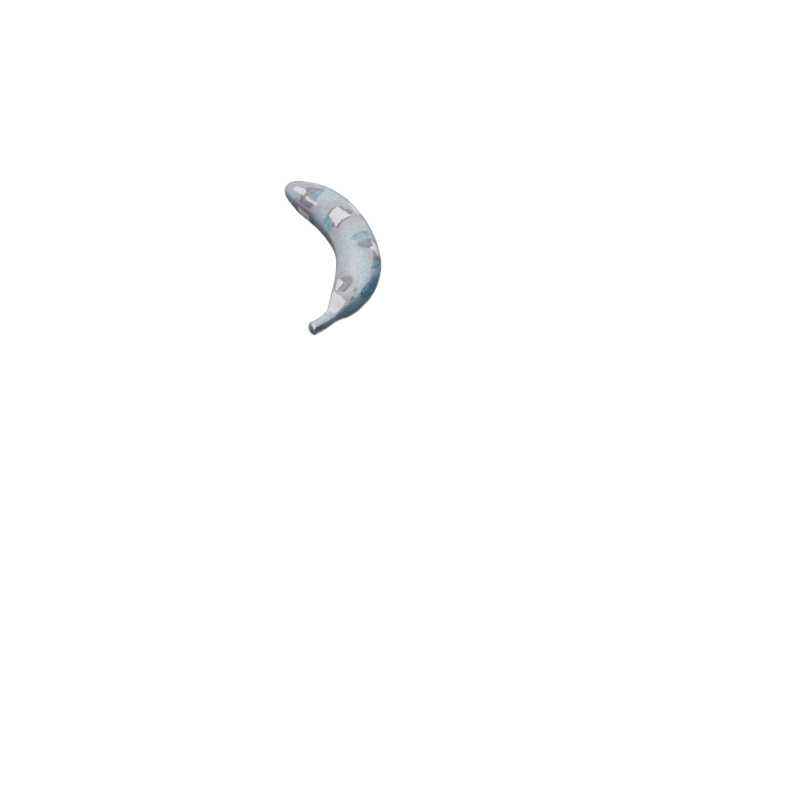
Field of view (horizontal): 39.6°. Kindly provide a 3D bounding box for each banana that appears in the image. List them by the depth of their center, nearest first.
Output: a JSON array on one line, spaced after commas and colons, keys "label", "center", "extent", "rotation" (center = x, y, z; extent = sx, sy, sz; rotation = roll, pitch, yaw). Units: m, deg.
[{"label": "banana", "center": [-0.055, -0.134, 0.943], "extent": [0.069, 0.034, 0.213], "rotation": [-6, 42, -7]}]
